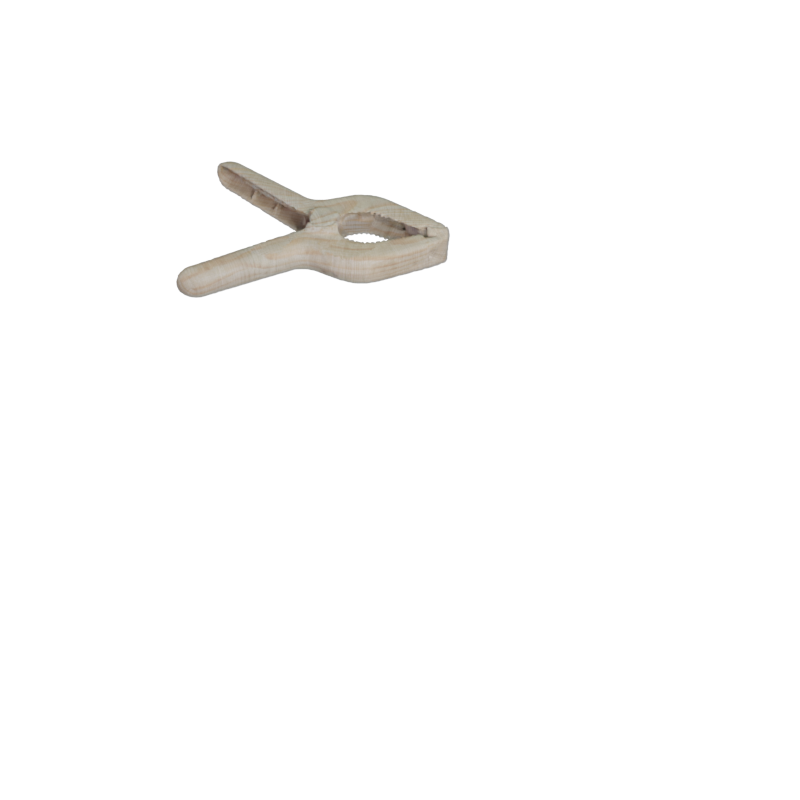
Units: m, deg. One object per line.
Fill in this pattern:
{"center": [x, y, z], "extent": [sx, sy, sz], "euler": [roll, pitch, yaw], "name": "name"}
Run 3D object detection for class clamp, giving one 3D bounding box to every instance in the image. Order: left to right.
{"center": [-0.069, -0.126, 0.882], "extent": [0.214, 0.034, 0.173], "euler": [9, 44, 10], "name": "clamp"}
